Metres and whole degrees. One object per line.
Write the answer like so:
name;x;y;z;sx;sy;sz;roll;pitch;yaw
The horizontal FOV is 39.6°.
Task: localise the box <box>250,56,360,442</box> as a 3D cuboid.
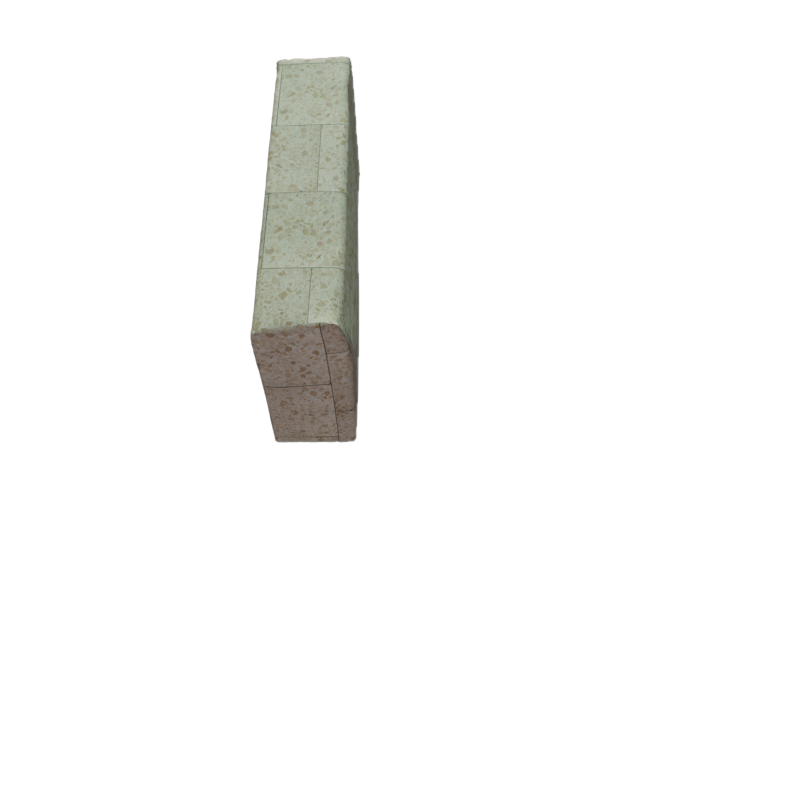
box;-0.043;-0.079;0.551;0.048;0.189;0.087;-3;-37;0
